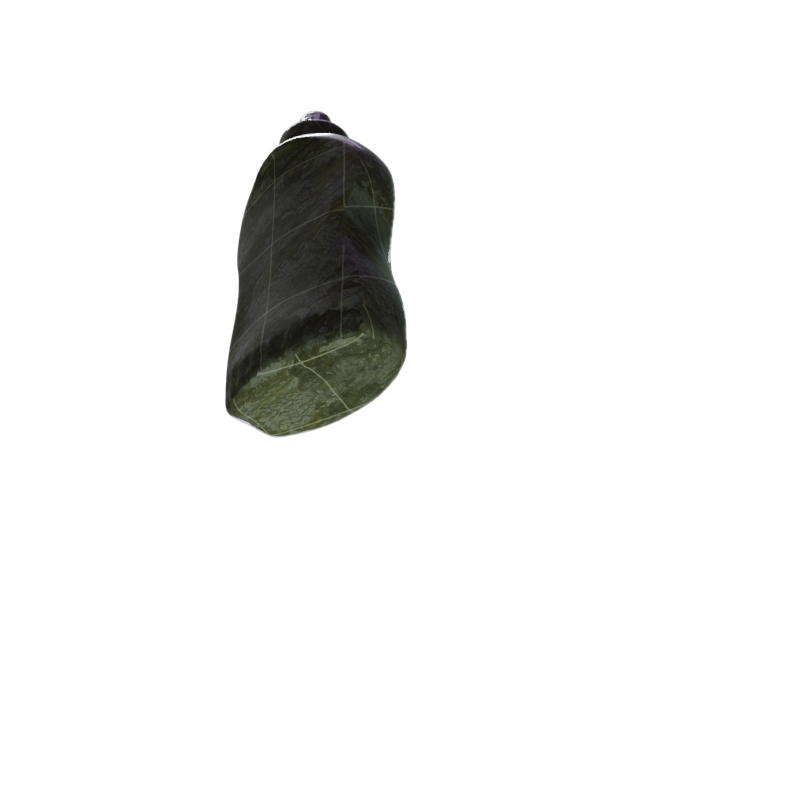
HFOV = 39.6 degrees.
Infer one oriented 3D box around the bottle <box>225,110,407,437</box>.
[{"bbox_3d":[-0.045,-0.082,0.577,0.055,0.206,0.095,31,-50,-35],"label":"bottle"}]
